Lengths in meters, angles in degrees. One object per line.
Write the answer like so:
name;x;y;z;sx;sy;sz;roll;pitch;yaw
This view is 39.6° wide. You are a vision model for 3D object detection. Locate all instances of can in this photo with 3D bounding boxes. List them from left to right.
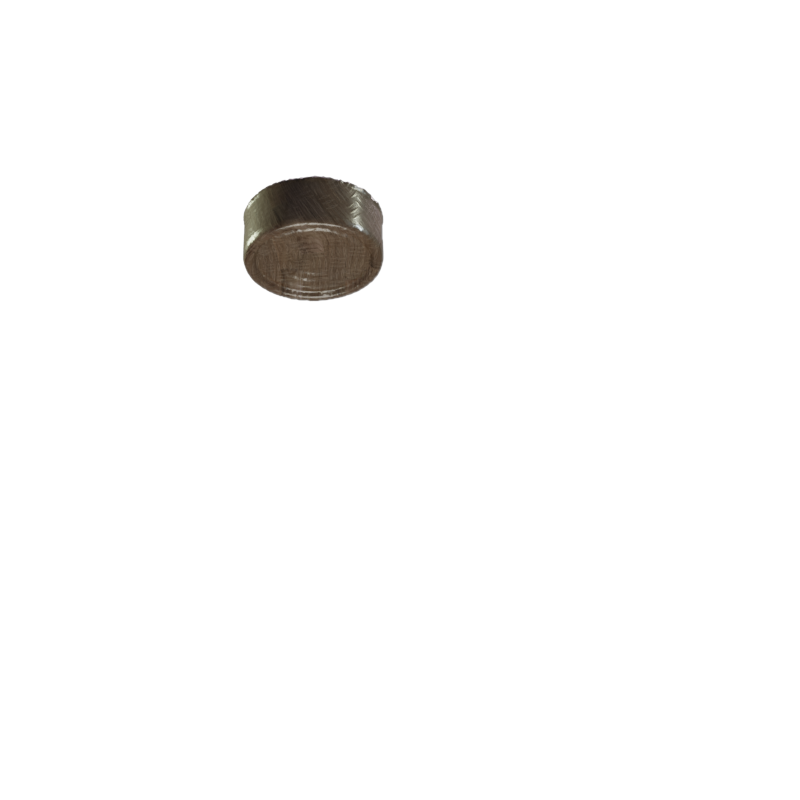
can;-0.052;-0.096;0.670;0.086;0.036;0.080;1;-31;-2
